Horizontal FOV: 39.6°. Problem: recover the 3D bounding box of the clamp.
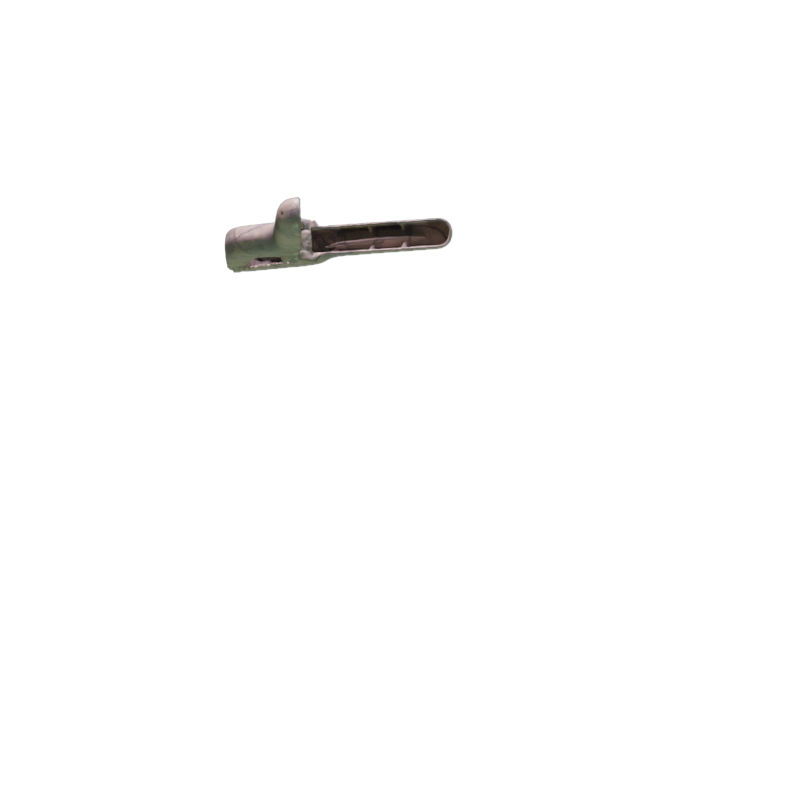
[{"bbox_3d":[-0.072,-0.131,0.921,0.158,0.037,0.215,2,-3,-33],"label":"clamp"}]
